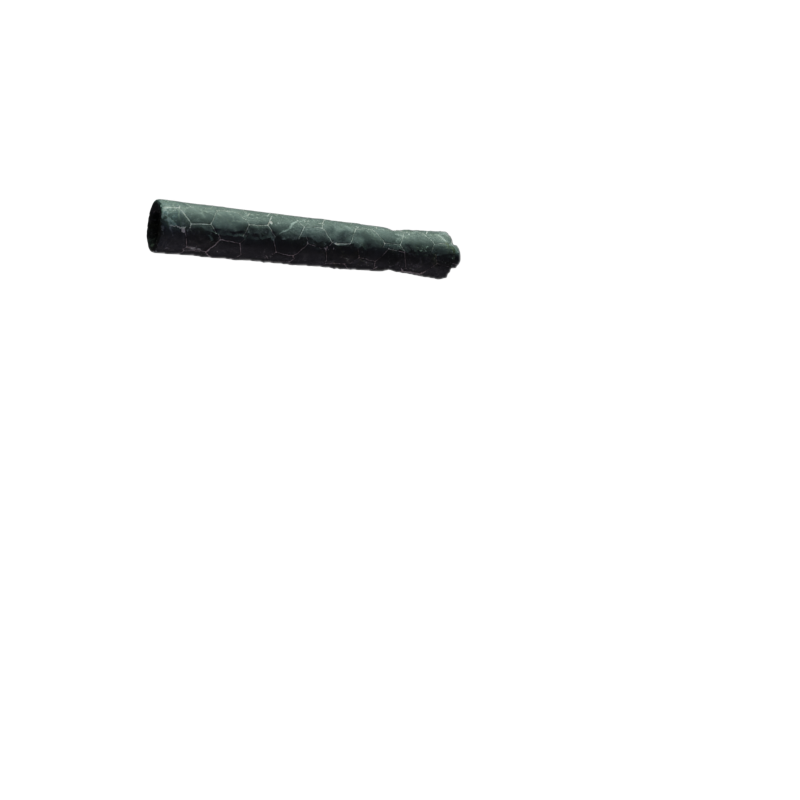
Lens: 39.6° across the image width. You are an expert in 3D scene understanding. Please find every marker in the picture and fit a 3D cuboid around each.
[{"bbox_3d":[-0.032,-0.058,0.406,0.117,0.020,0.020,3,3,-24],"label":"marker"}]
